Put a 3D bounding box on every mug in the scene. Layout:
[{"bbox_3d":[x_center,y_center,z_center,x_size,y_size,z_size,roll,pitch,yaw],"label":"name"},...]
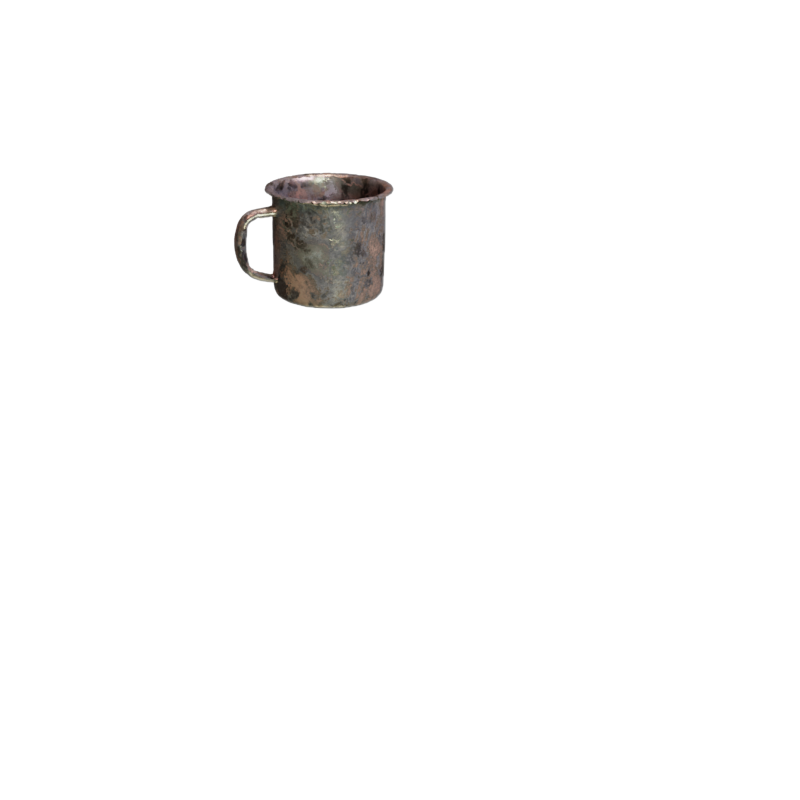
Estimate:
[{"bbox_3d":[-0.063,-0.115,0.806,0.115,0.078,0.099,-8,22,-20],"label":"mug"}]
